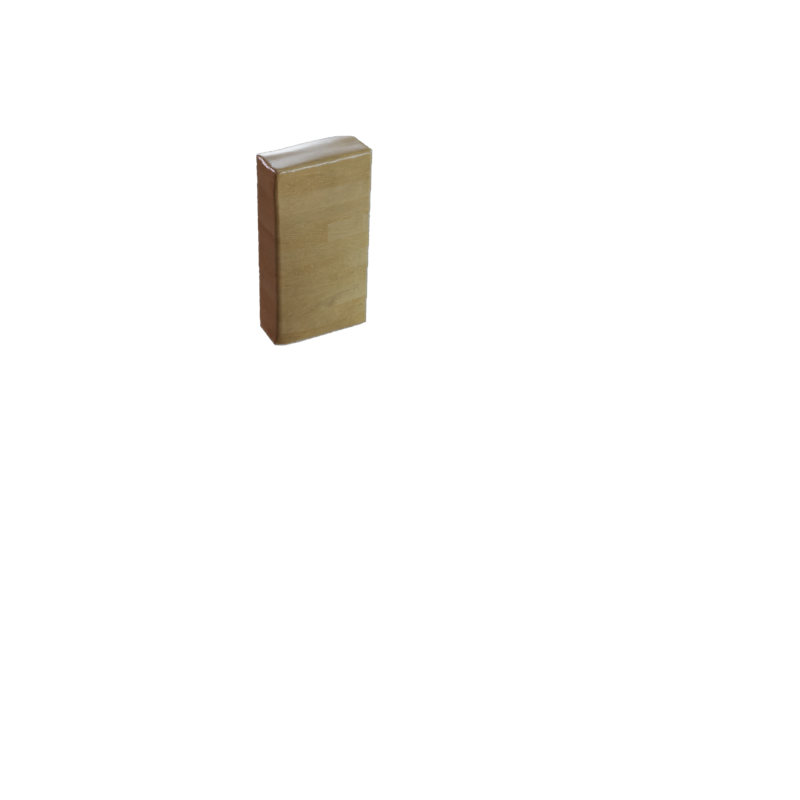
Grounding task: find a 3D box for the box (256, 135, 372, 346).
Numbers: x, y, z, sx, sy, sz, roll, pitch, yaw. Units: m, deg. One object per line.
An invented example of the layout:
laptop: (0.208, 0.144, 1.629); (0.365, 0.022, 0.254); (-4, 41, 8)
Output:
box: (-0.075, -0.137, 0.960); (0.092, 0.166, 0.052); (-15, 35, -26)
